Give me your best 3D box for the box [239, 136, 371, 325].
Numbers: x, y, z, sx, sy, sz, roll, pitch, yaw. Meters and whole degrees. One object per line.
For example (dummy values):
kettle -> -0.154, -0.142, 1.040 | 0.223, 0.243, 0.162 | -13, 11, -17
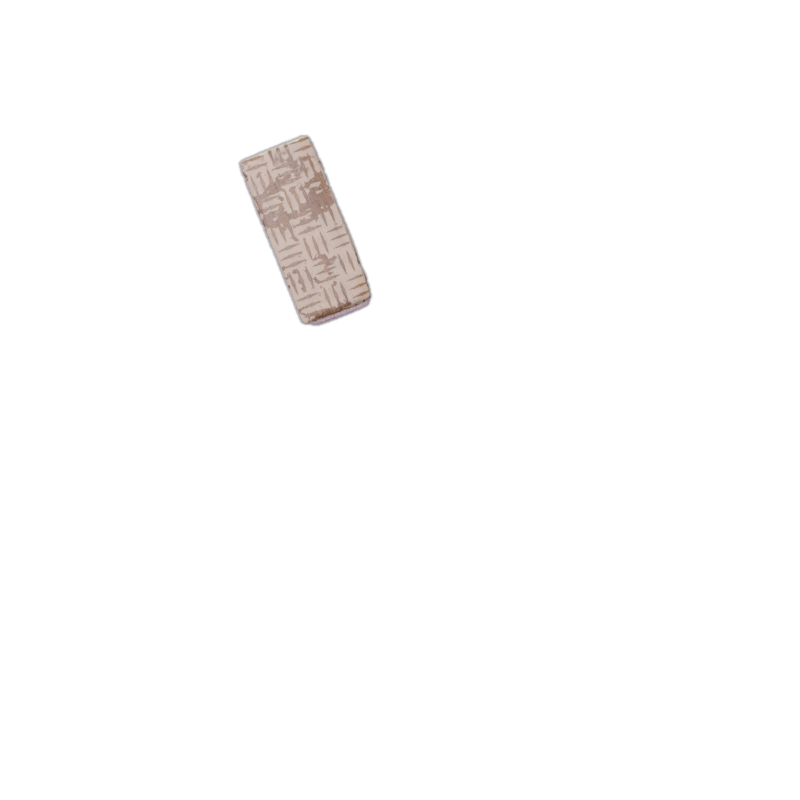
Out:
box -> -0.051, -0.093, 0.651 | 0.048, 0.094, 0.176 | -22, 3, -3
